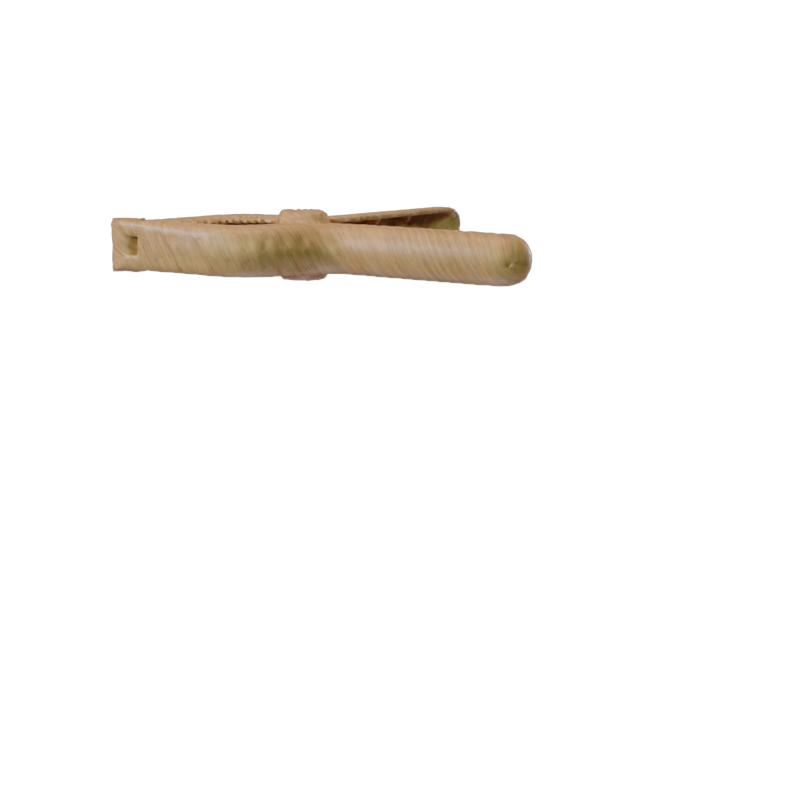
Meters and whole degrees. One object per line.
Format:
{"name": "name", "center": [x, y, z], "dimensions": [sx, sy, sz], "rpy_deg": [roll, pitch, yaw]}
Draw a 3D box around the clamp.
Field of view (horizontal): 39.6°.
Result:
{"name": "clamp", "center": [-0.047, -0.085, 0.598], "dimensions": [0.210, 0.036, 0.168], "rpy_deg": [0, 14, 0]}
